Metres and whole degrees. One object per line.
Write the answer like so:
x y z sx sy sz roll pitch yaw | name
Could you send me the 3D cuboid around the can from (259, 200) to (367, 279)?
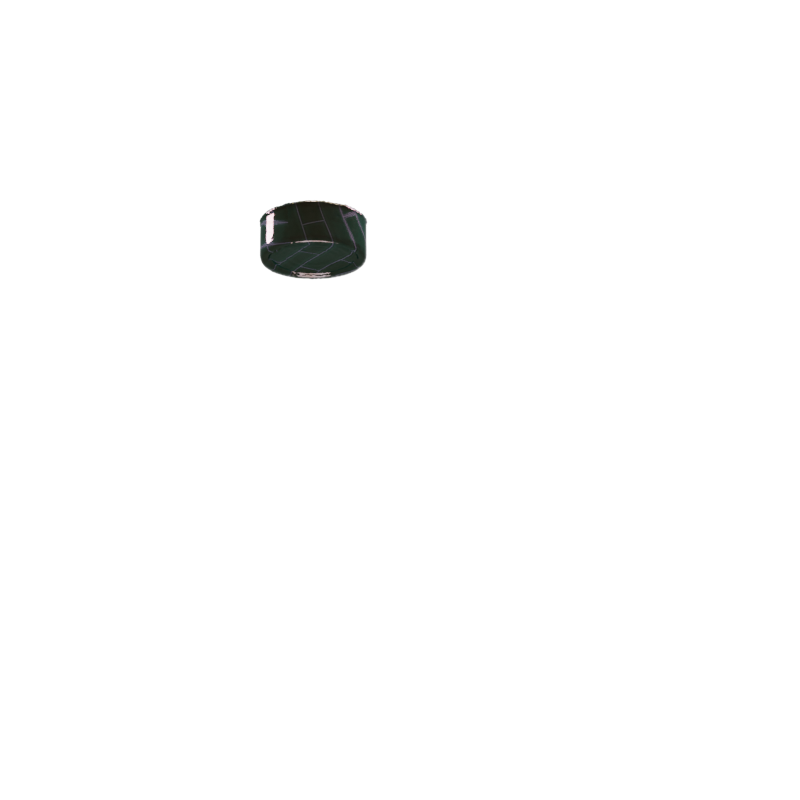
-0.069 -0.126 0.881 0.086 0.035 0.082 0 -16 -2 | can
